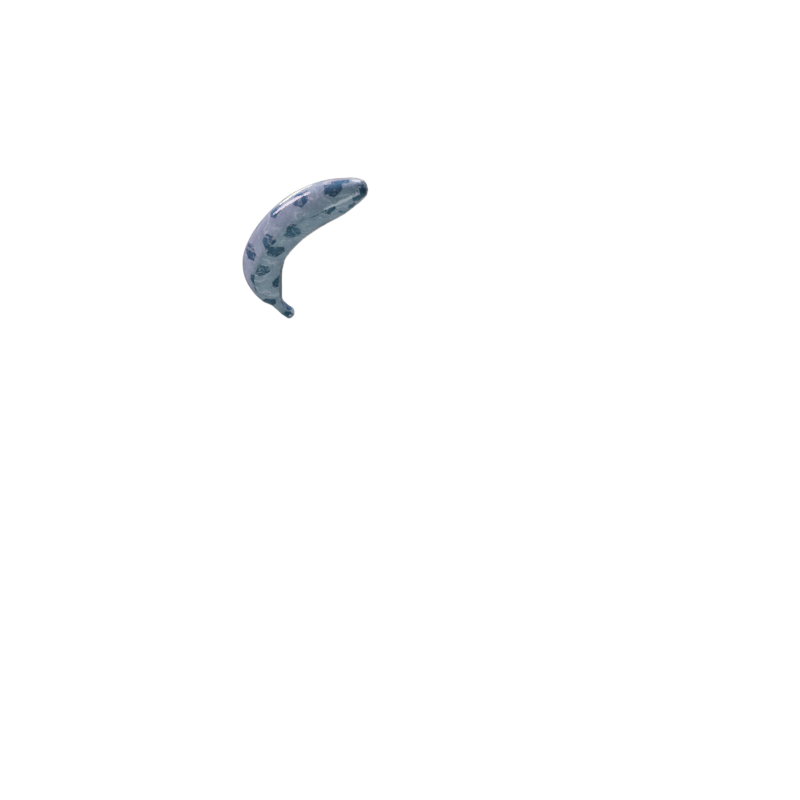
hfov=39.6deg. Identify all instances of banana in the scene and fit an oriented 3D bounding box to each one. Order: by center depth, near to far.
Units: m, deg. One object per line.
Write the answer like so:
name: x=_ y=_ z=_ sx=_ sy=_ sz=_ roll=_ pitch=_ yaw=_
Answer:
banana: x=-0.095 y=-0.140 z=0.969 sx=0.067 sy=0.039 sz=0.191 roll=12 pitch=-33 yaw=-20
